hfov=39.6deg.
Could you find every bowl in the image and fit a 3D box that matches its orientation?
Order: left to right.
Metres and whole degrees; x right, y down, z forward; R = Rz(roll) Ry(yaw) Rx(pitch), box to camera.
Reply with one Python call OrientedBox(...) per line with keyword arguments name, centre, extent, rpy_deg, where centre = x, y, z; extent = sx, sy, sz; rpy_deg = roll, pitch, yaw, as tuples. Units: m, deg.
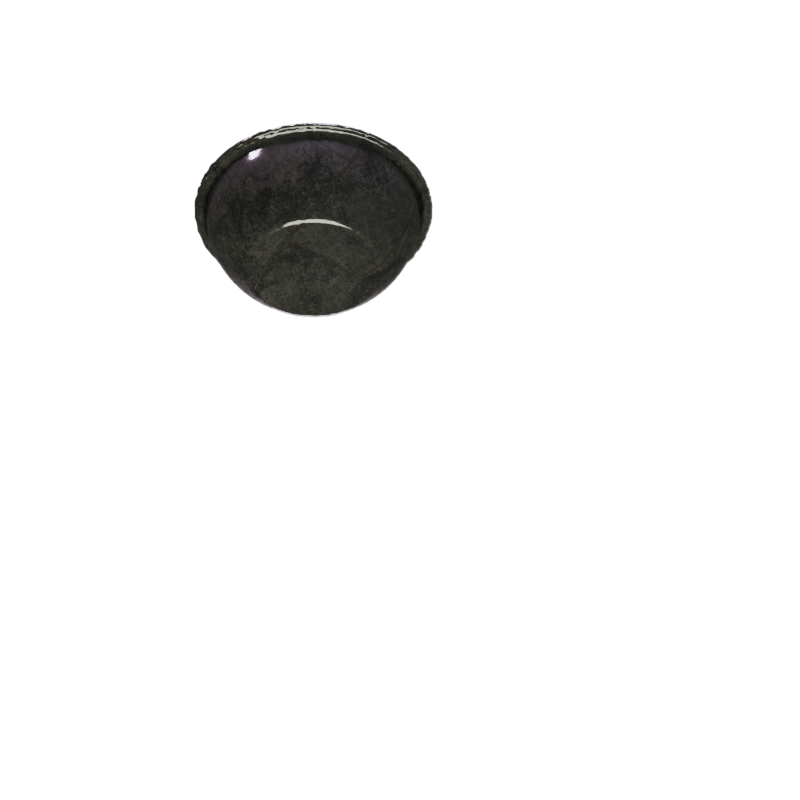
OrientedBox(name="bowl", centre=(-0.058, -0.105, 0.736), extent=(0.162, 0.059, 0.151), rpy_deg=(1, -41, -1))
